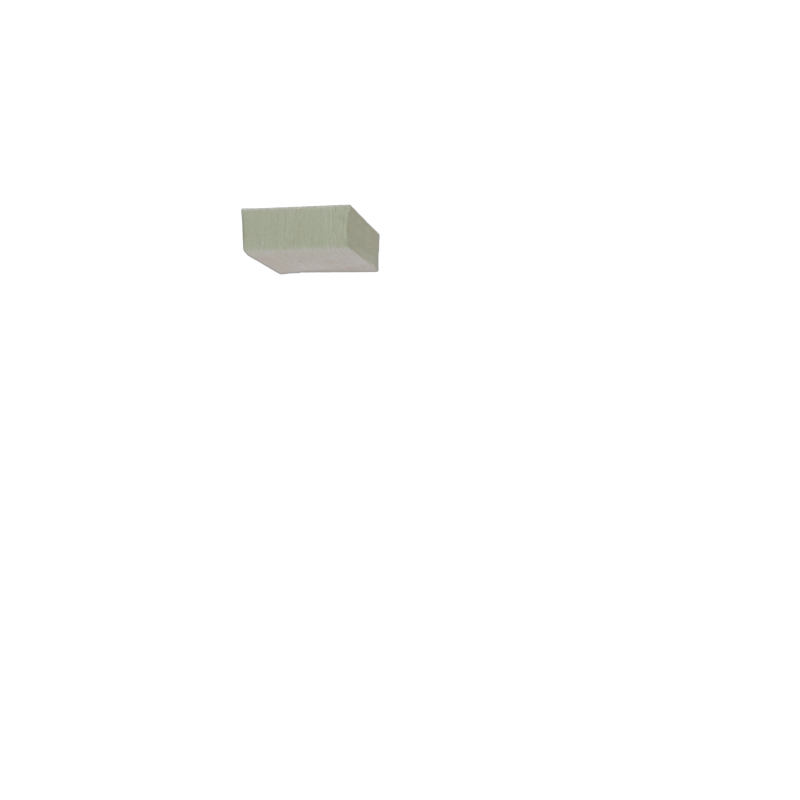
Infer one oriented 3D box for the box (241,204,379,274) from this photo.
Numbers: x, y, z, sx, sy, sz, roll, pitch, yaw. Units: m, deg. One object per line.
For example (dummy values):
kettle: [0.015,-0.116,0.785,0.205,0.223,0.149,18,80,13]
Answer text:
box: [-0.071,-0.129,0.906,0.091,0.039,0.110,-1,-3,12]
